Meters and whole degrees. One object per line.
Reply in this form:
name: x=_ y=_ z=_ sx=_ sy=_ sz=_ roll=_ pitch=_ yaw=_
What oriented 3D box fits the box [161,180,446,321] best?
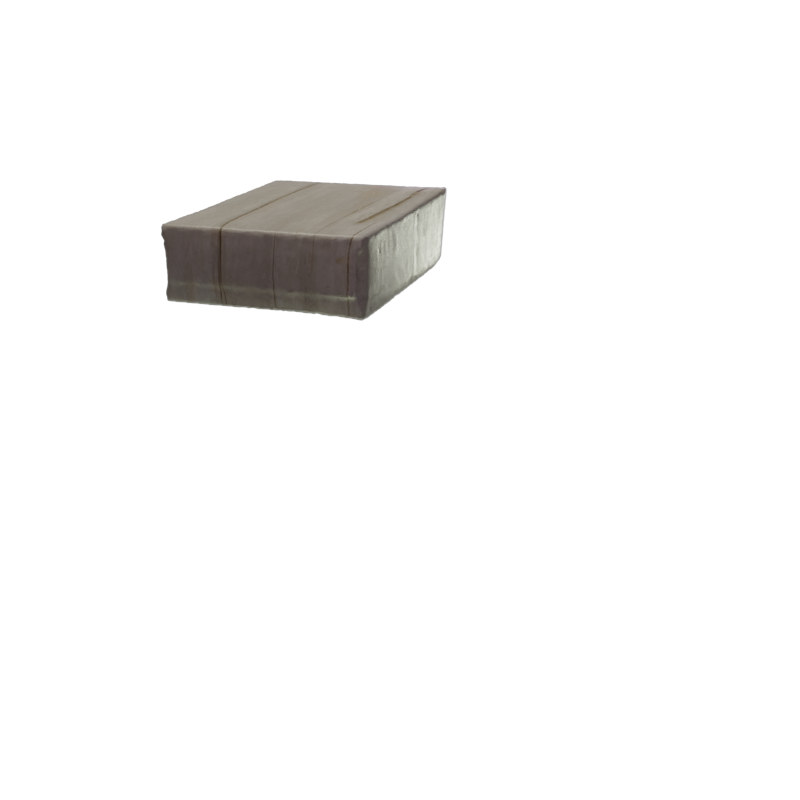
box: x=-0.038 y=-0.069 z=0.487 sx=0.093 sy=0.038 sz=0.114 roll=7 pitch=19 yaw=20
